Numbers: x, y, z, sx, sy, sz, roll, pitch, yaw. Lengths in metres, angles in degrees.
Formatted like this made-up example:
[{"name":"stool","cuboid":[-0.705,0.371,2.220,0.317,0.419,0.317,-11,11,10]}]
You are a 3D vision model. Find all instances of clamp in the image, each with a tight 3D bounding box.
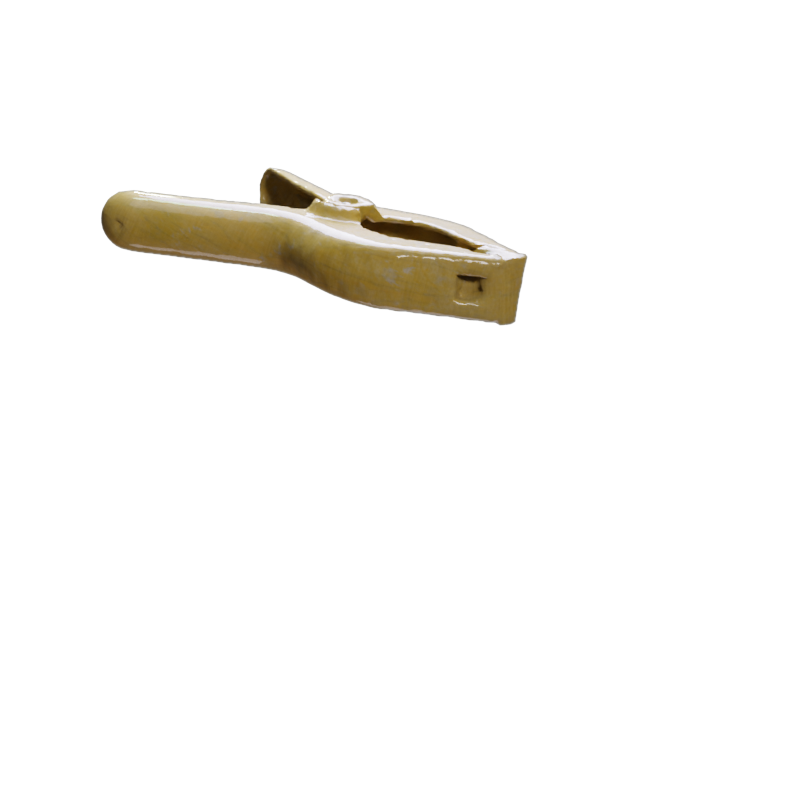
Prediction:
[{"name":"clamp","cuboid":[-0.036,-0.065,0.455,0.182,0.037,0.119,21,31,38]}]
